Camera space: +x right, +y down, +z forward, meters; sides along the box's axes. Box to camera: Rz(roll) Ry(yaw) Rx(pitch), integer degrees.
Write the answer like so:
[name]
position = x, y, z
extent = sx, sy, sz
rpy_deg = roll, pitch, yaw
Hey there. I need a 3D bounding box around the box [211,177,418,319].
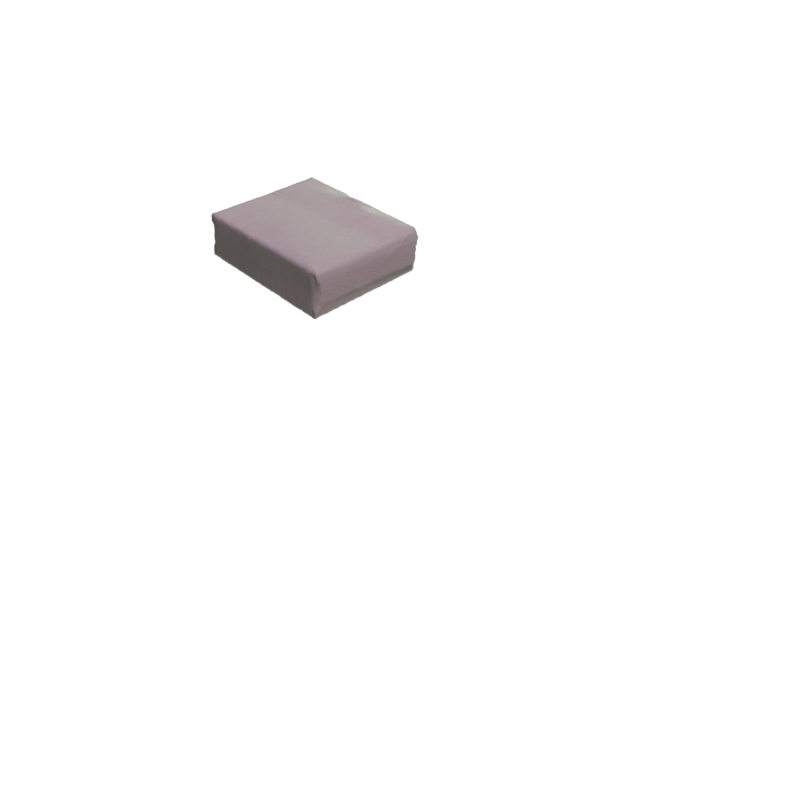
[box]
position = -0.047, -0.086, 0.602
extent = 0.073, 0.028, 0.096
rpy_deg = -27, 43, -34
